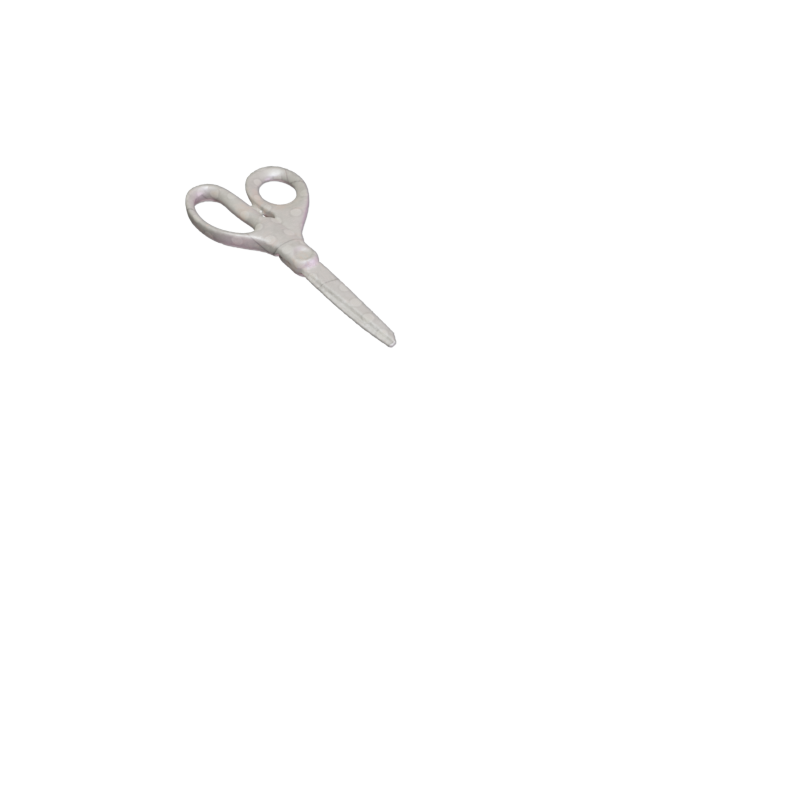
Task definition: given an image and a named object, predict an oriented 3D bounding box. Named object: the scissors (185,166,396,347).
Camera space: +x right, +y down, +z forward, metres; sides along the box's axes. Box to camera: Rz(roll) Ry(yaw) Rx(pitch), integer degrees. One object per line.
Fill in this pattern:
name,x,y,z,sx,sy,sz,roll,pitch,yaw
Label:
scissors,-0.059,-0.108,0.759,0.213,0.015,0.098,29,52,26
